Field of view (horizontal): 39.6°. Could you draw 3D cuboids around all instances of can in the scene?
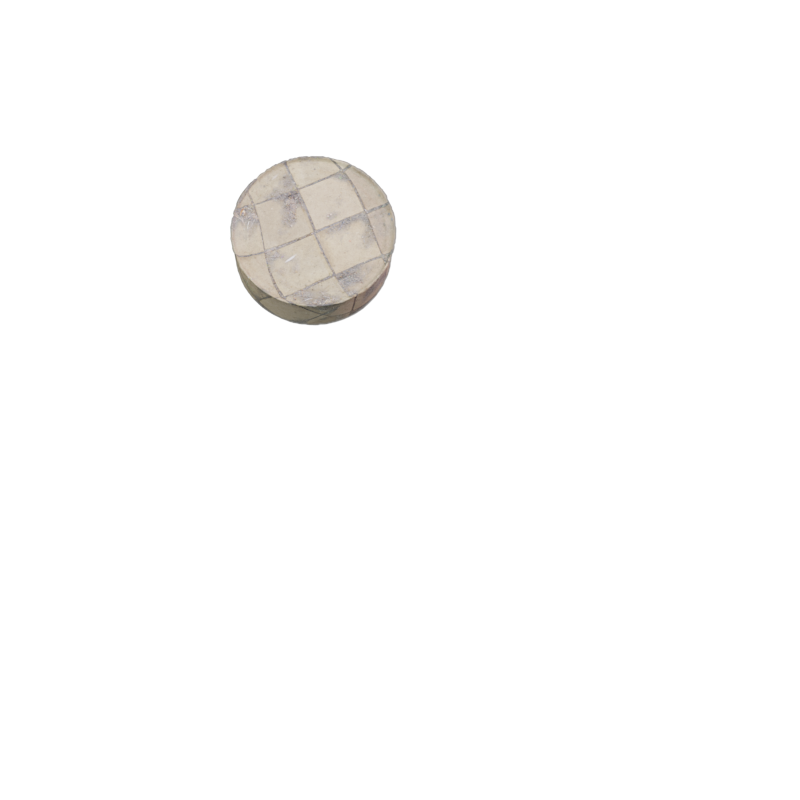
[{"bbox_3d":[-0.046,-0.084,0.586,0.086,0.090,0.032,-1,-22,-1],"label":"can"}]
